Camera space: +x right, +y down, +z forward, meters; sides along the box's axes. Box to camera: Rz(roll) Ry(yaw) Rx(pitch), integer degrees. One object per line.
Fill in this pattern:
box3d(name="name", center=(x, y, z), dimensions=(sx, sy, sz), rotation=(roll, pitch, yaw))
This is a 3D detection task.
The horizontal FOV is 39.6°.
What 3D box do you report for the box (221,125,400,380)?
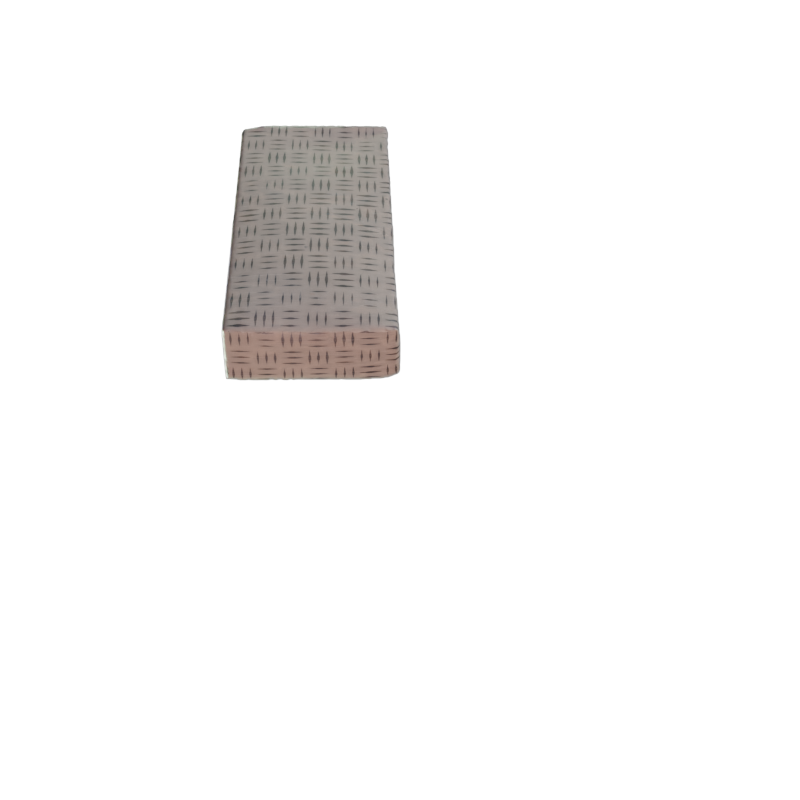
box3d(name="box", center=(-0.050, -0.091, 0.635), dimensions=(0.093, 0.189, 0.045), rotation=(-2, -42, -2))
